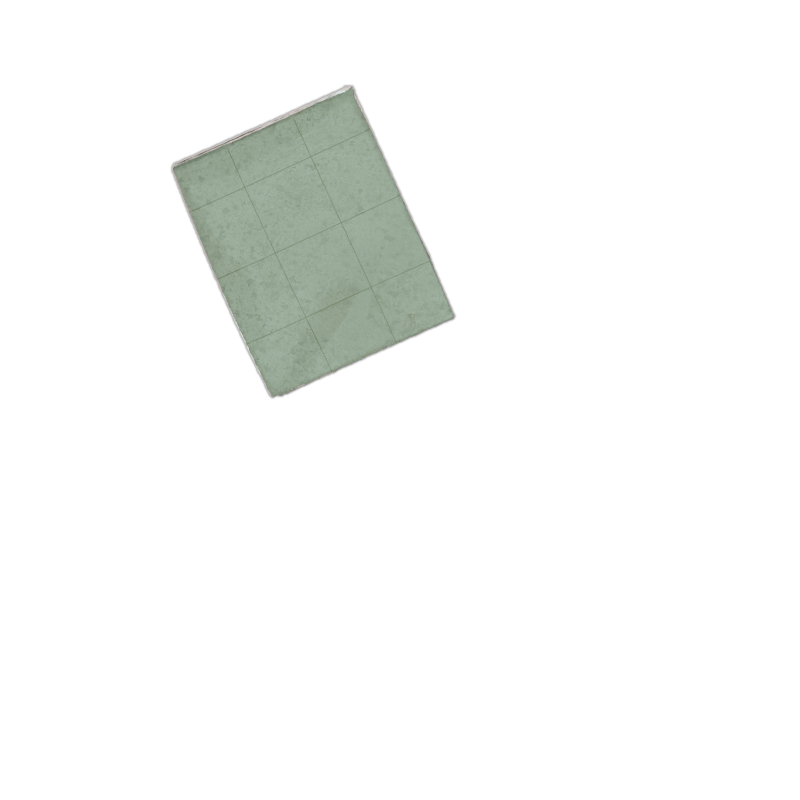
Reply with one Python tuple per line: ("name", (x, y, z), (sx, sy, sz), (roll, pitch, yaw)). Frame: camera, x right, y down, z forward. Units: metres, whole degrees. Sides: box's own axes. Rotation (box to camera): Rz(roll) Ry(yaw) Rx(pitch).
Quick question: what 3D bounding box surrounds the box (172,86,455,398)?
("box", (-0.039, -0.070, 0.491), (0.090, 0.111, 0.040), (-23, 8, 3))
